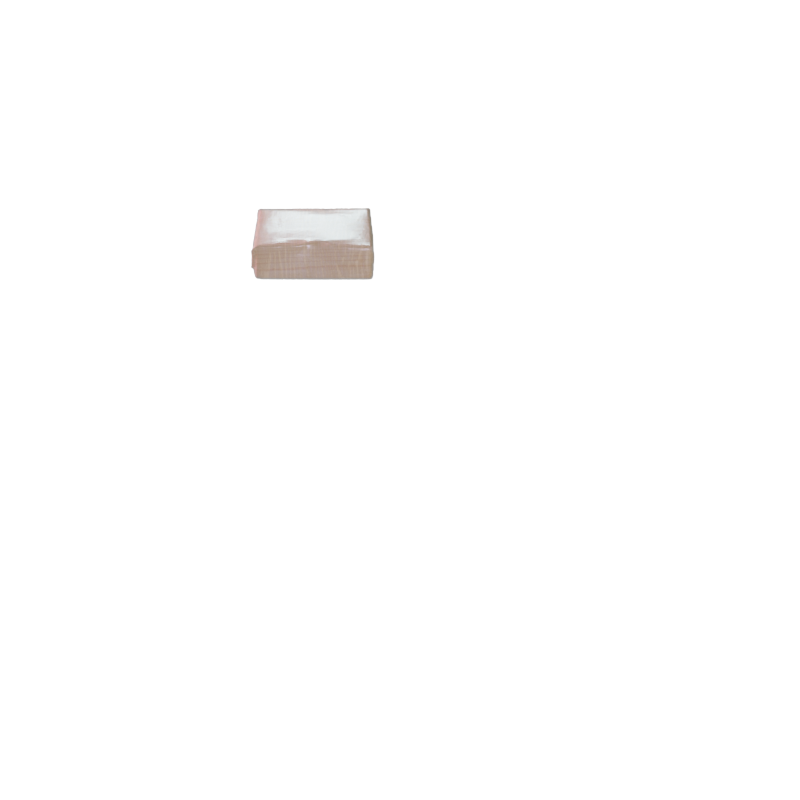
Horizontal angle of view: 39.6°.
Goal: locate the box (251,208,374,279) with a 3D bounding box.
[{"bbox_3d":[-0.065,-0.119,0.833,0.089,0.028,0.077,0,30,-1],"label":"box"}]
